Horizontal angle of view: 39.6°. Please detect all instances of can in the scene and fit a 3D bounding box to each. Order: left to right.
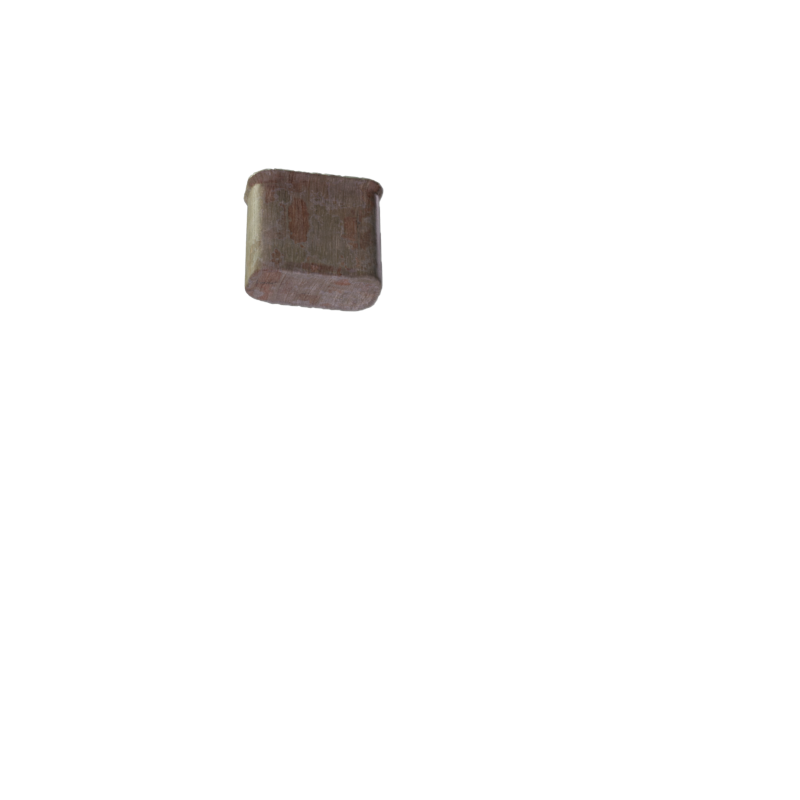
[{"bbox_3d":[-0.063,-0.115,0.805,0.100,0.089,0.055,4,-28,-11],"label":"can"}]
